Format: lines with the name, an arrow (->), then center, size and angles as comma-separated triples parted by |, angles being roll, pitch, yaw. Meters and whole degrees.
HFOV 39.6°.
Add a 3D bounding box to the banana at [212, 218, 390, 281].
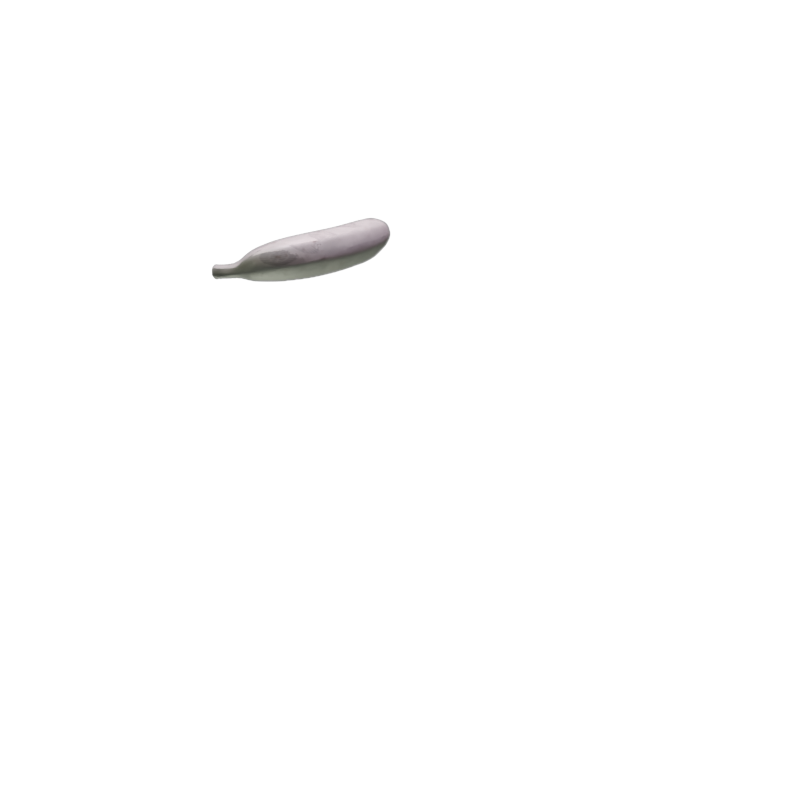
banana -> -0.066, -0.133, 0.962 | 0.194, 0.035, 0.074 | -19, 28, -40
